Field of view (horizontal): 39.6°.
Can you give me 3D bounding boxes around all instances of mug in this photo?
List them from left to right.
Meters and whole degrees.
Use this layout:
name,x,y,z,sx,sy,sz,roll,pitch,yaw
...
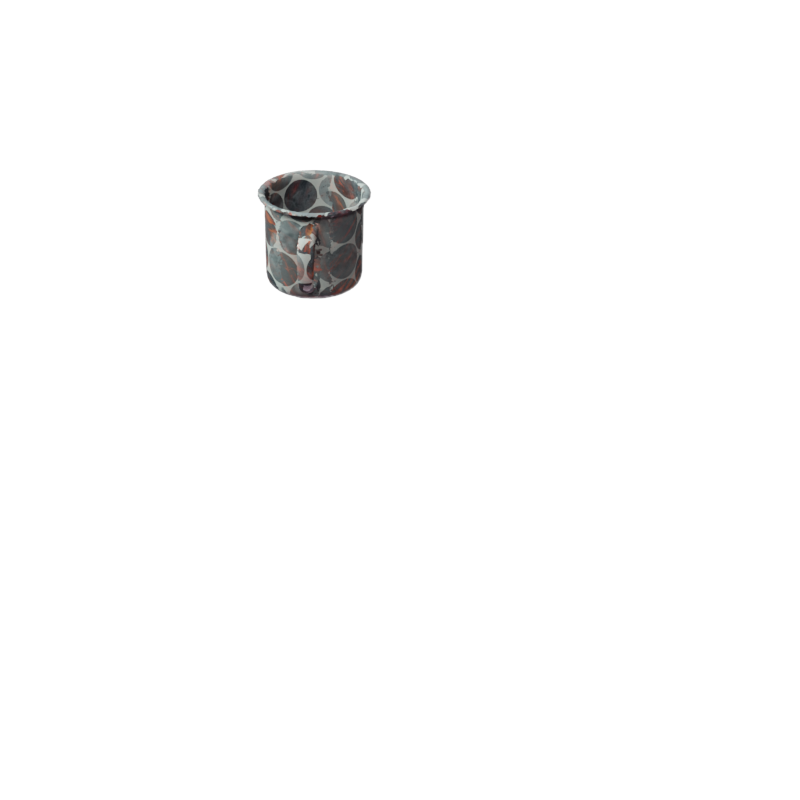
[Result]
name,x,y,z,sx,sy,sz,roll,pitch,yaw
mug,-0.072,-0.131,0.918,0.093,0.077,0.124,1,31,0
